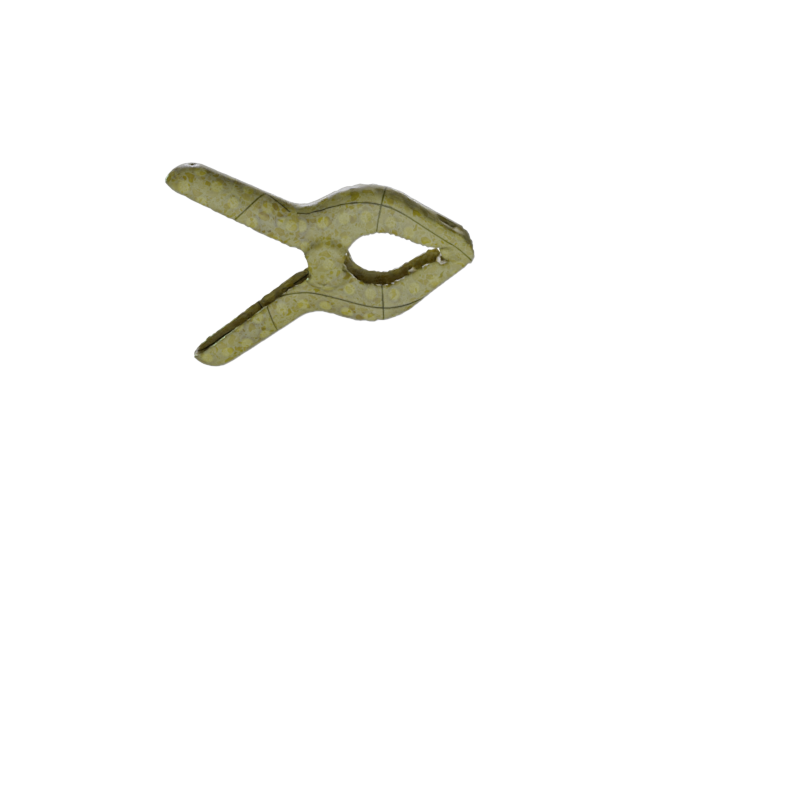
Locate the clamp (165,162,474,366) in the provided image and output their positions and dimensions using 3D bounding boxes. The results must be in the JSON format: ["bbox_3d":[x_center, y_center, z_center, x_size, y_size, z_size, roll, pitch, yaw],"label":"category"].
[{"bbox_3d":[-0.048,-0.088,0.617,0.172,0.113,0.041,-13,27,6],"label":"clamp"}]
